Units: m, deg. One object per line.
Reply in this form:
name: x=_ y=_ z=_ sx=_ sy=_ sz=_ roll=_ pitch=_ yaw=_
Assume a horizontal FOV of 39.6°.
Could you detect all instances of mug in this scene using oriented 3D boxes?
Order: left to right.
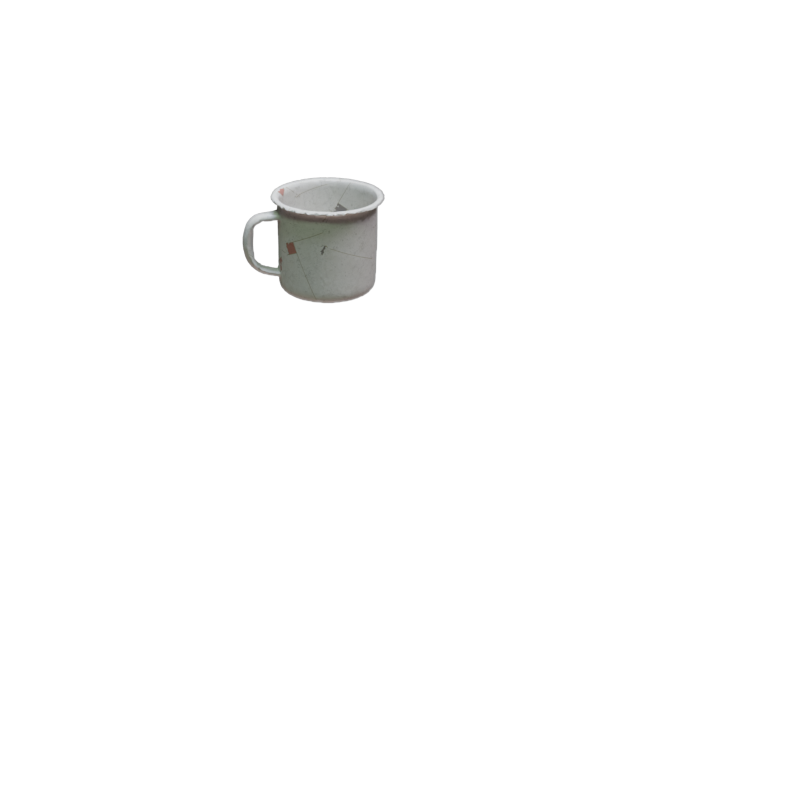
mug: x=-0.072 y=-0.131 z=0.915 sx=0.115 sy=0.077 sz=0.099 roll=-6 pitch=27 yaw=-13
